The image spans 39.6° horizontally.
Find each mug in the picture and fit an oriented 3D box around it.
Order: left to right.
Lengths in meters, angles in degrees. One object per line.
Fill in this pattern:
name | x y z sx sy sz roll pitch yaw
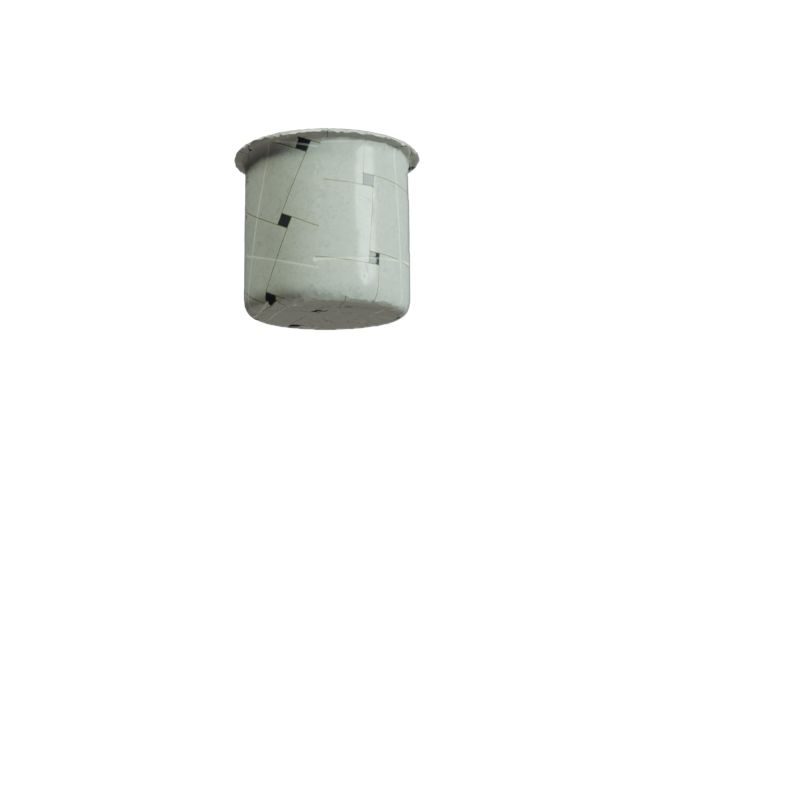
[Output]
mug | -0.044 -0.080 0.560 0.089 0.084 0.119 7 -12 -36
